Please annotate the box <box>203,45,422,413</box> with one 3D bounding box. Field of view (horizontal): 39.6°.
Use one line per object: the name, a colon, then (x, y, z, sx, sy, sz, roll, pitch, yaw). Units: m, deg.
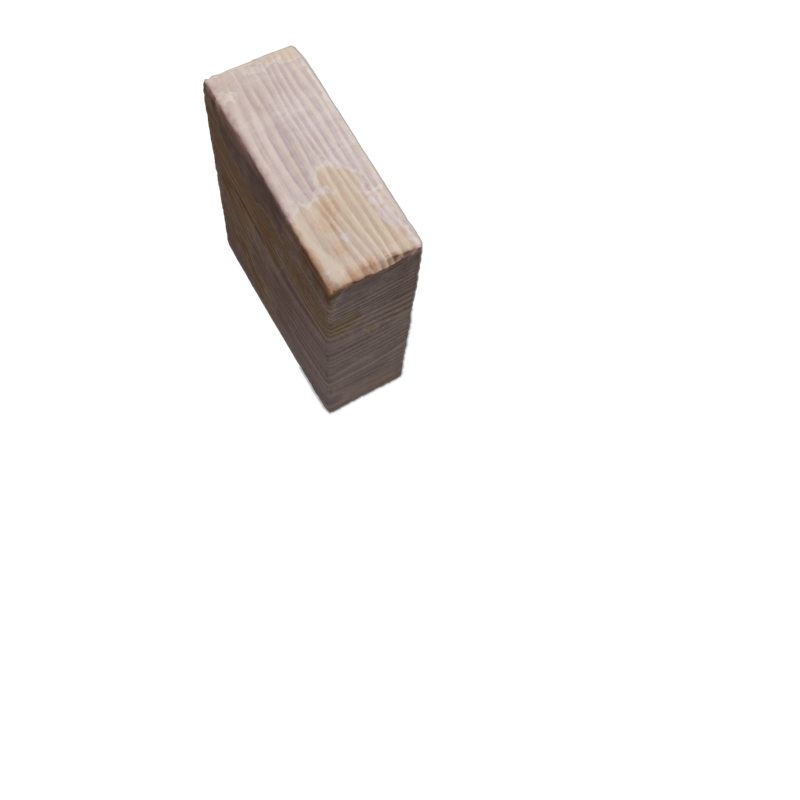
box: (-0.058, -0.105, 0.738, 0.072, 0.174, 0.203, -26, -19, -13)
